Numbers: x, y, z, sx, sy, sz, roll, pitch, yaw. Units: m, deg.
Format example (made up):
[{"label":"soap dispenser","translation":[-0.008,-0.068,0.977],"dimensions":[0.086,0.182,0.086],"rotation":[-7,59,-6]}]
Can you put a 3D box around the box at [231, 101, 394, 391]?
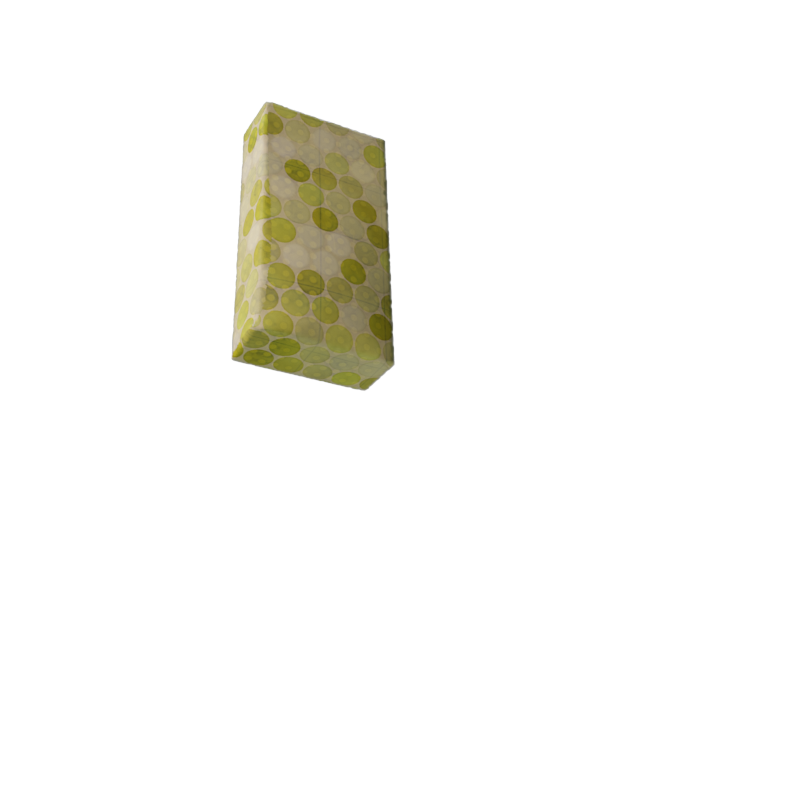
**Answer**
[{"label":"box","translation":[-0.055,-0.100,0.705],"dimensions":[0.090,0.189,0.047],"rotation":[14,-38,-22]}]
